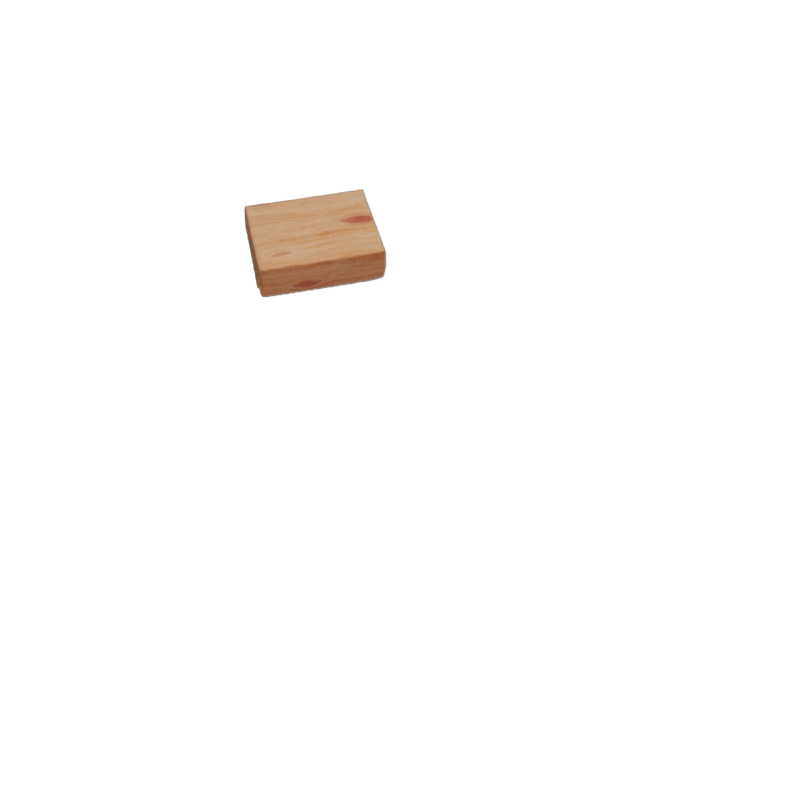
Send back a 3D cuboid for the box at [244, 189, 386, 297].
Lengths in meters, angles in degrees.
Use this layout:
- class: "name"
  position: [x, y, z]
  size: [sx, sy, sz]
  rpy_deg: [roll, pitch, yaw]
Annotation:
- class: "box"
  position: [-0.077, -0.140, 0.980]
  size: [0.112, 0.036, 0.097]
  rpy_deg: [-9, 46, -9]
